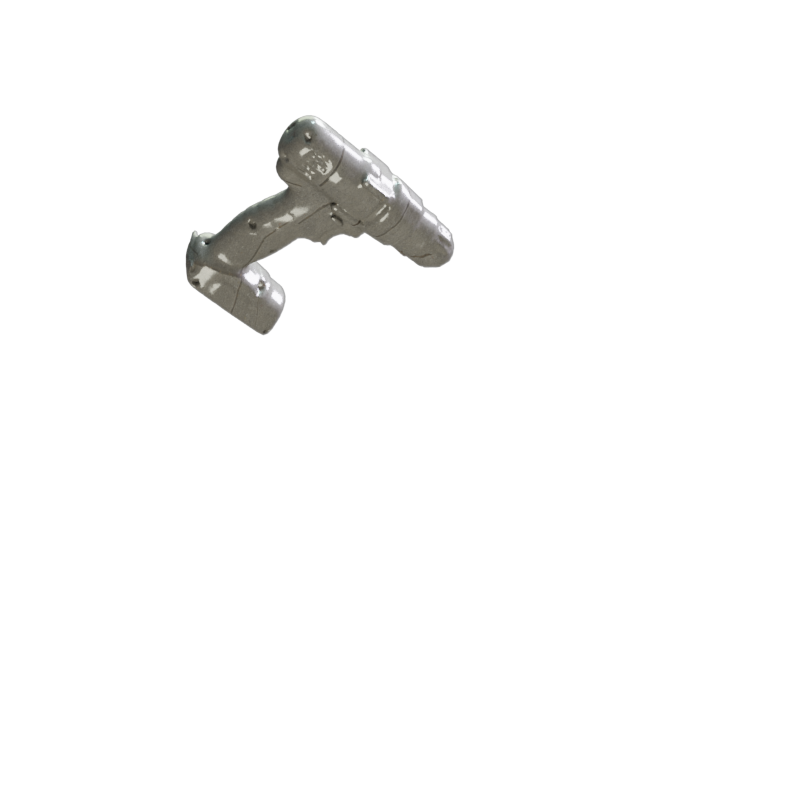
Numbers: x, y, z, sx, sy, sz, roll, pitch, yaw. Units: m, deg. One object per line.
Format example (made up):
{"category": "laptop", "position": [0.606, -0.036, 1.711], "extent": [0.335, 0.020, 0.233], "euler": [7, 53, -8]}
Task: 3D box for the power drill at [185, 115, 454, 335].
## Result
{"category": "power drill", "position": [-0.073, -0.133, 0.930], "extent": [0.186, 0.062, 0.173], "euler": [-36, -57, 27]}
